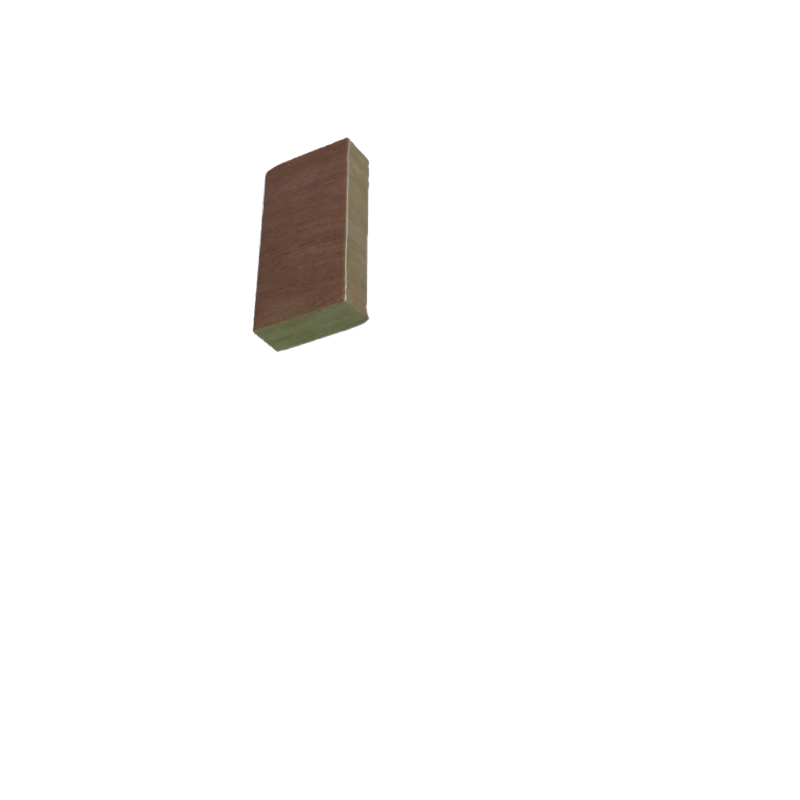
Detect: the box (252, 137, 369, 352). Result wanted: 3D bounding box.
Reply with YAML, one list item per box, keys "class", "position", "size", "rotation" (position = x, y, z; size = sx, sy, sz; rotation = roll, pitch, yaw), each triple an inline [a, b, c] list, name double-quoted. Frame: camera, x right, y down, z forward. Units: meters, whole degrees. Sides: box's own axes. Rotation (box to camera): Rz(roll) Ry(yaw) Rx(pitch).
- class: "box"
  position: [-0.075, -0.137, 0.956]
  size: [0.094, 0.188, 0.044]
  rotation: [-19, -36, 24]
